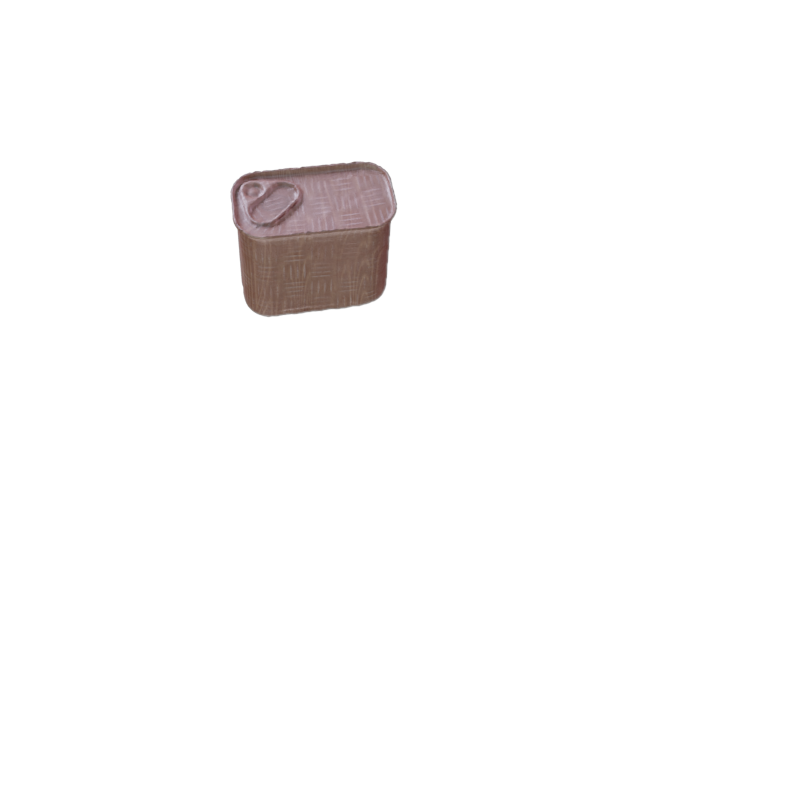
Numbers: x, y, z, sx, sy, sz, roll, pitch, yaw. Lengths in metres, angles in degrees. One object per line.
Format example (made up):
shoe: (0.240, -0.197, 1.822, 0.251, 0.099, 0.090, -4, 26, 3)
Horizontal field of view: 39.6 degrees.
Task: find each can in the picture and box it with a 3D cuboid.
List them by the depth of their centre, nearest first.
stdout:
can: (-0.056, -0.103, 0.719, 0.101, 0.062, 0.078, -6, -36, -6)
